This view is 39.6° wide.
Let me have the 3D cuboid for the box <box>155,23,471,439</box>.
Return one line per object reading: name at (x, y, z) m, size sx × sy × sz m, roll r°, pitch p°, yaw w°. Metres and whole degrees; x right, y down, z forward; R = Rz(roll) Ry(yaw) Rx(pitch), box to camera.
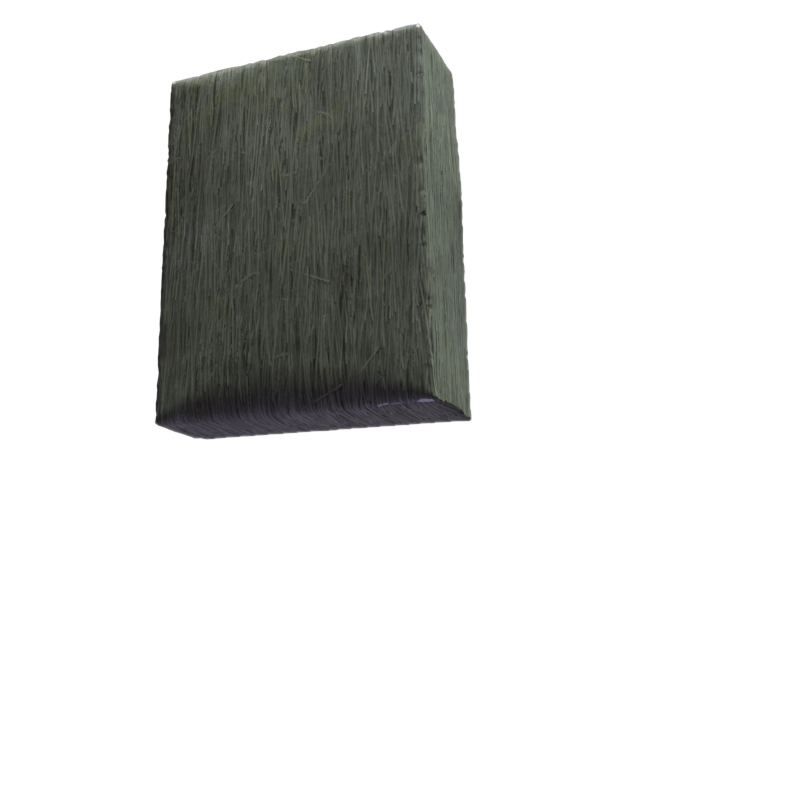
box at (-0.050, -0.091, 0.635) m, size 0.167 × 0.224 × 0.067 m, roll -8°, pitch -20°, yaw 21°
